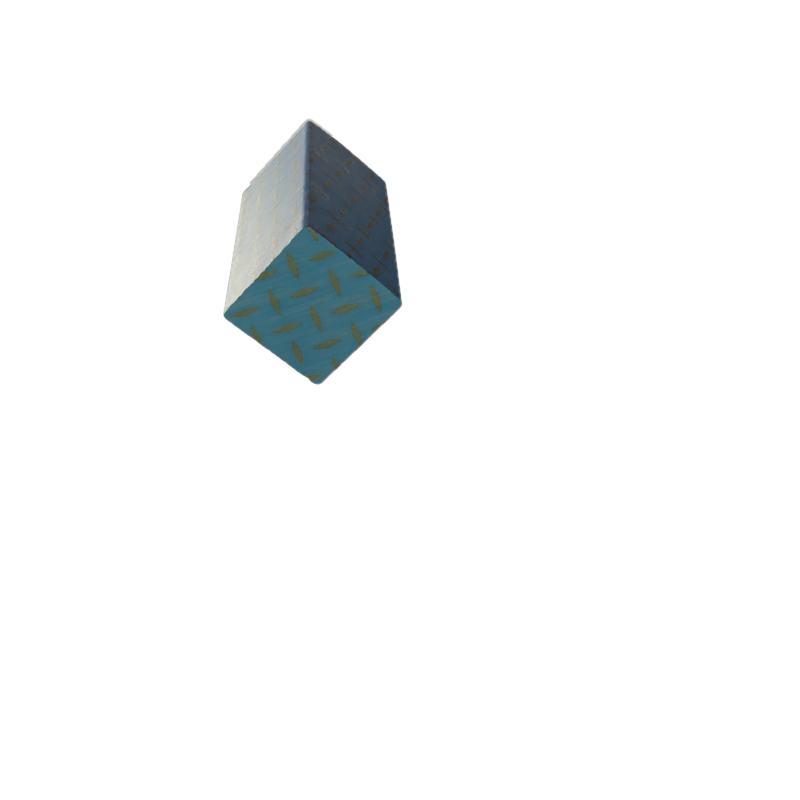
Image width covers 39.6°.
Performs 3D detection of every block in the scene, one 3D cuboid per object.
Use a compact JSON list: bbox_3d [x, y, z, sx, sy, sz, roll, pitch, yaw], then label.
[{"bbox_3d":[-0.065,-0.119,0.834,0.086,0.089,0.219,37,22,-23],"label":"block"}]
